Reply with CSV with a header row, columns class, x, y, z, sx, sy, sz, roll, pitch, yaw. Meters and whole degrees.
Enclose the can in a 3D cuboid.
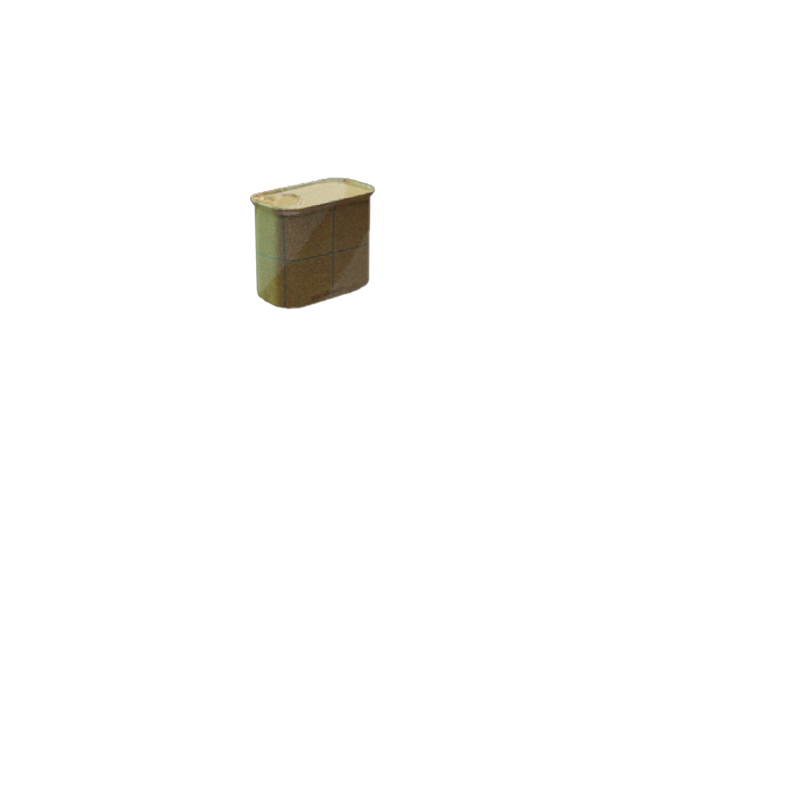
class,x,y,z,sx,sy,sz,roll,pitch,yaw
can,-0.070,-0.127,0.893,0.100,0.080,0.061,-19,28,-39
